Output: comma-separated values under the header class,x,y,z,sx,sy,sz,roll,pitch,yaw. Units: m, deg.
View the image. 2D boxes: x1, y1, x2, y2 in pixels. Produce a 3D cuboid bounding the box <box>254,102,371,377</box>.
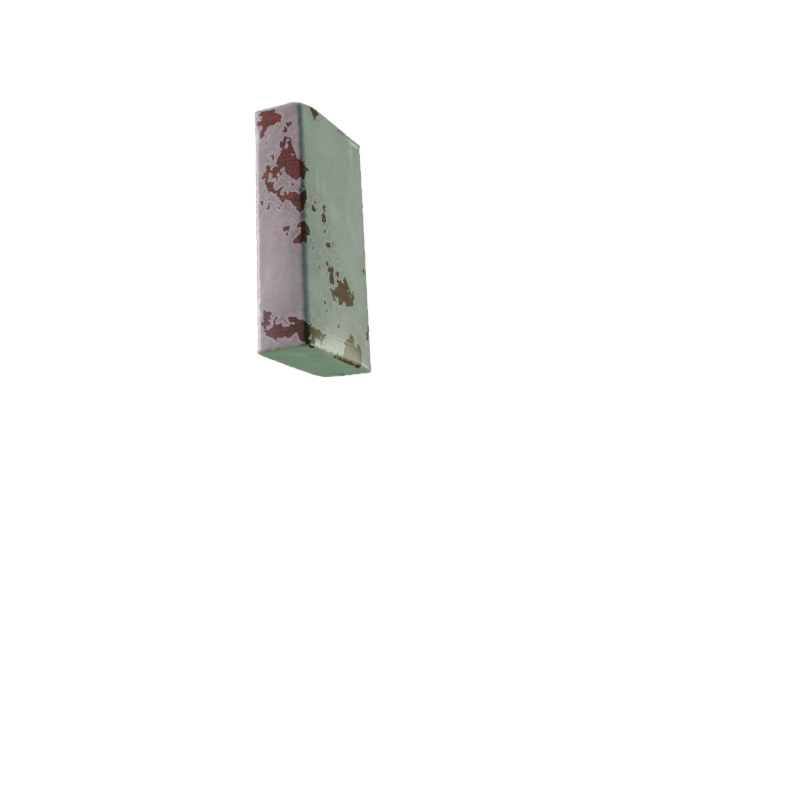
class,x,y,z,sx,sy,sz,roll,pitch,yaw
box,-0.060,-0.110,0.772,0.049,0.184,0.088,-10,-19,25
